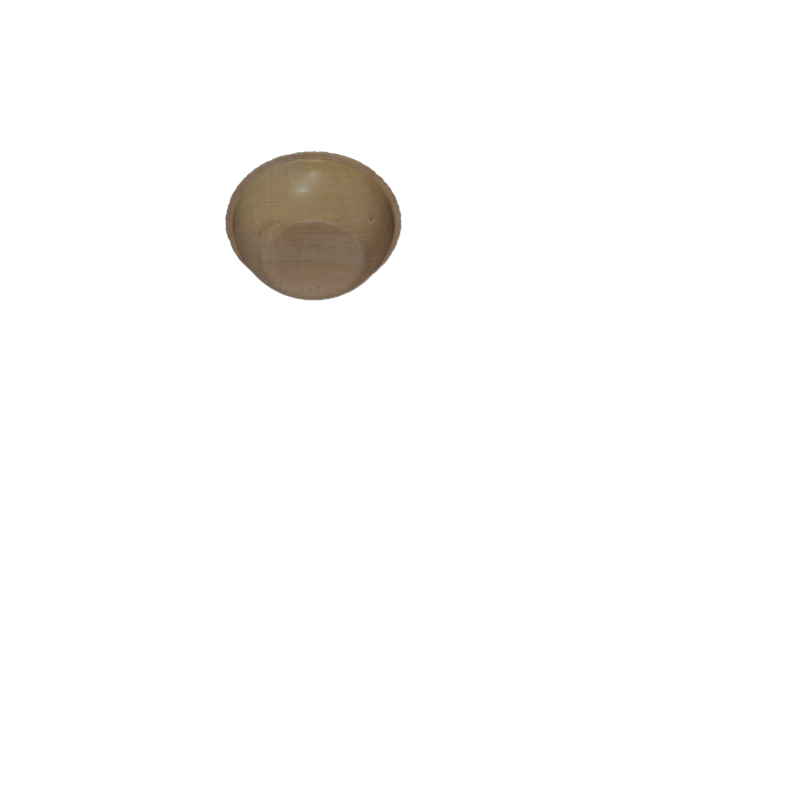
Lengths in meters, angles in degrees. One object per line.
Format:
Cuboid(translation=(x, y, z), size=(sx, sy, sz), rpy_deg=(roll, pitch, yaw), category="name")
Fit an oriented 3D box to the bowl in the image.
Cuboid(translation=(-0.078, -0.142, 0.997), size=(0.162, 0.151, 0.059), rpy_deg=(1, 41, -1), category="bowl")
